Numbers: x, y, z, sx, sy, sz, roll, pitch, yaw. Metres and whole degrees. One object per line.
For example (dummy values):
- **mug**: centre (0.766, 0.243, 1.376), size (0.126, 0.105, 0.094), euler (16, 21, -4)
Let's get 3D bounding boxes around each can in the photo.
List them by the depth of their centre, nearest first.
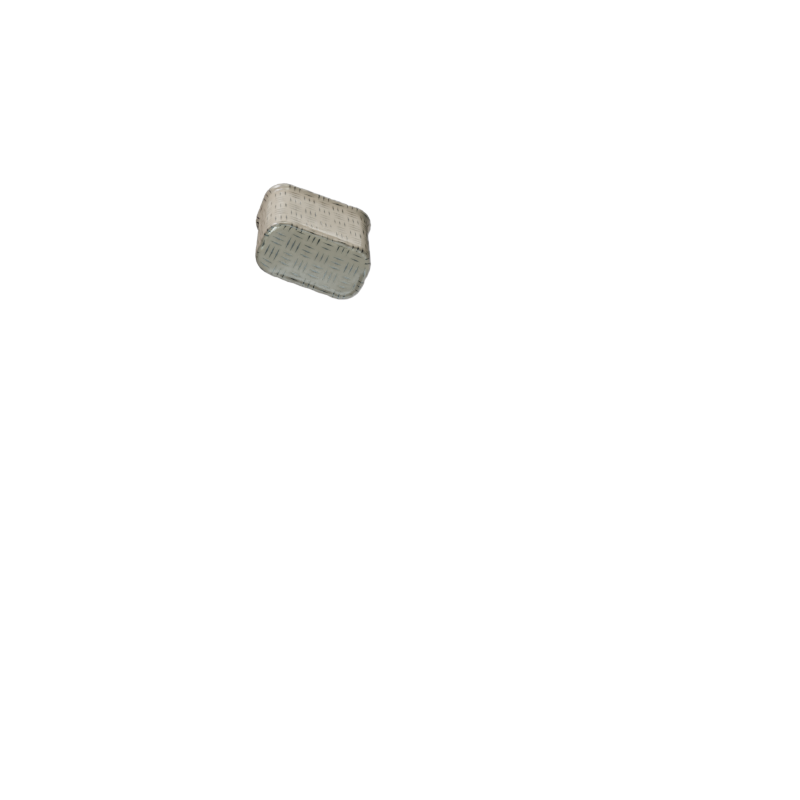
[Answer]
- **can**: centre (-0.076, -0.138, 0.969), size (0.100, 0.055, 0.089), euler (18, 27, -11)
